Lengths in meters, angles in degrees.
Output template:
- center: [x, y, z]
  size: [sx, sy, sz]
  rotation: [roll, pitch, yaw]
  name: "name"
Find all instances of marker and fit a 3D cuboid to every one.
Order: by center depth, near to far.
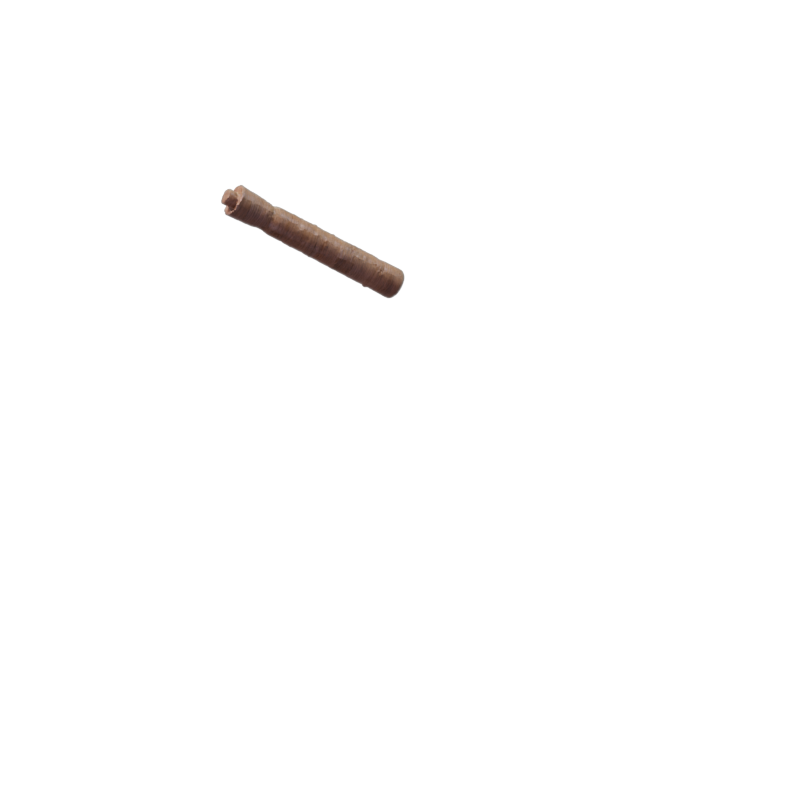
- center: [-0.050, -0.091, 0.636]
  size: [0.115, 0.020, 0.020]
  rotation: [25, -9, -26]
  name: "marker"
